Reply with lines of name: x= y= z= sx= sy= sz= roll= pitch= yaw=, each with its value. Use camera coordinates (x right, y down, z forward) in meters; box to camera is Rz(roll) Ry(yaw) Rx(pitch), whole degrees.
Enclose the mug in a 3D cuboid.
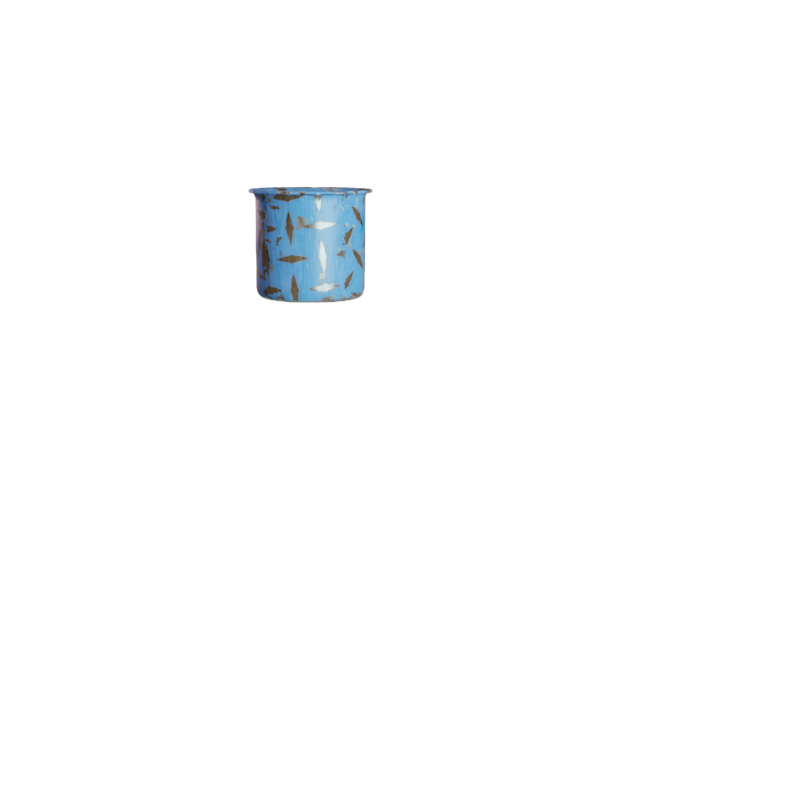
mug: x=-0.066 y=-0.120 z=0.843 sx=0.094 sy=0.080 sz=0.118 roll=1 pitch=10 yaw=7
